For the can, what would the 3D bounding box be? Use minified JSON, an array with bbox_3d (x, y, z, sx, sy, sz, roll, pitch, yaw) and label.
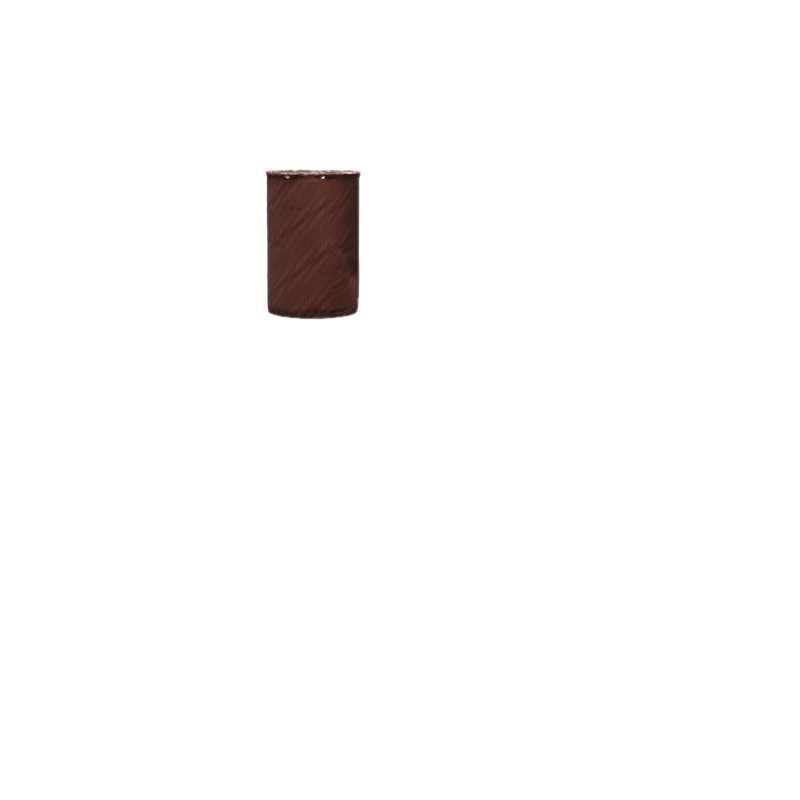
[{"bbox_3d":[-0.062,-0.114,0.796,0.068,0.101,0.070,0,8,-2],"label":"can"}]
